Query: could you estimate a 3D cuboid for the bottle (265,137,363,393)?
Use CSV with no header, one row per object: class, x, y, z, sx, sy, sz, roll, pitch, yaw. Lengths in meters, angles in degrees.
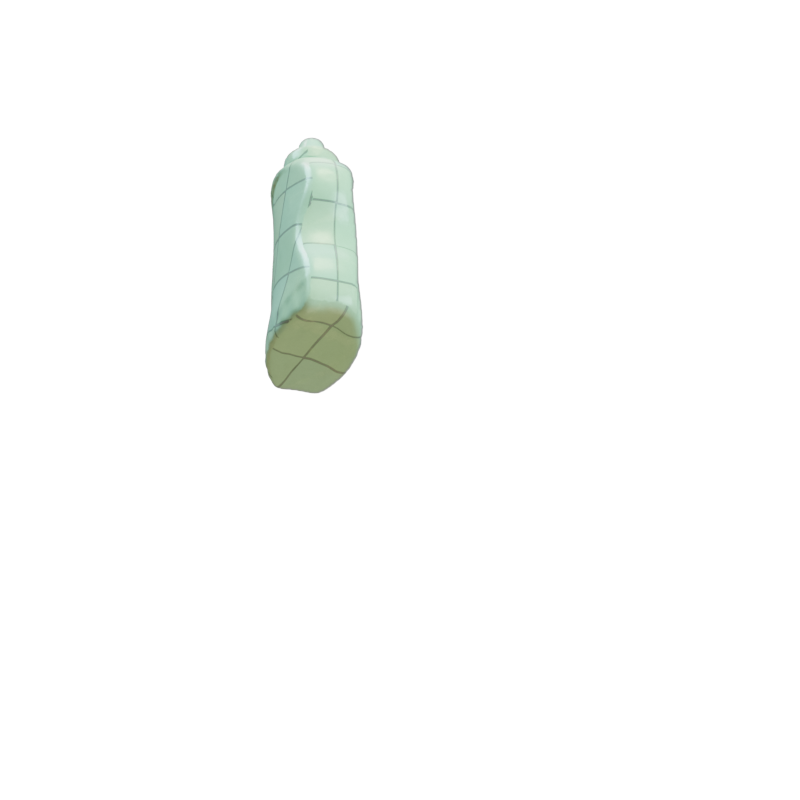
bottle,-0.060,-0.108,0.755,0.057,0.206,0.091,8,-40,-13
